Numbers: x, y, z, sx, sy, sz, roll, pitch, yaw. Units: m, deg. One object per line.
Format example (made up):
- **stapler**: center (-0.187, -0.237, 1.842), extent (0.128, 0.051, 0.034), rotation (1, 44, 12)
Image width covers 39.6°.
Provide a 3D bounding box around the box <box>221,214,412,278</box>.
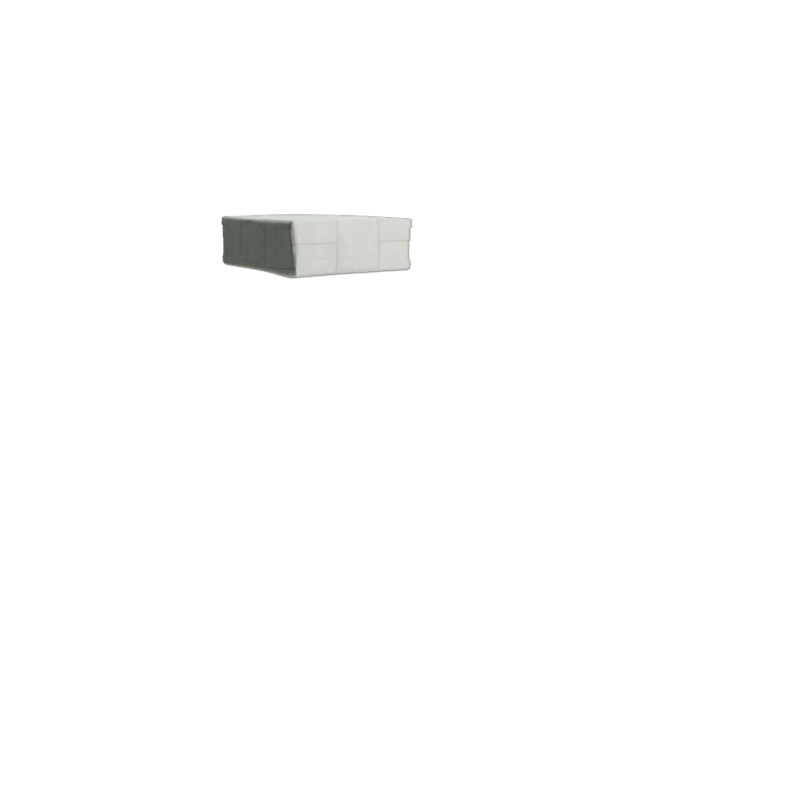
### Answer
- **box**: center (-0.059, -0.107, 0.752), extent (0.087, 0.038, 0.119), rotation (-7, 14, -30)
